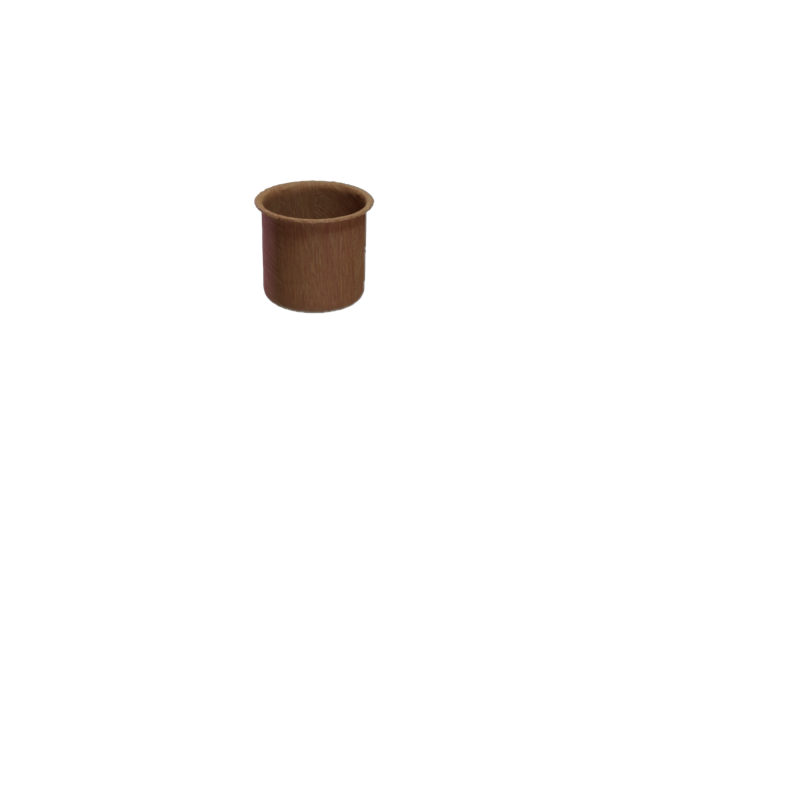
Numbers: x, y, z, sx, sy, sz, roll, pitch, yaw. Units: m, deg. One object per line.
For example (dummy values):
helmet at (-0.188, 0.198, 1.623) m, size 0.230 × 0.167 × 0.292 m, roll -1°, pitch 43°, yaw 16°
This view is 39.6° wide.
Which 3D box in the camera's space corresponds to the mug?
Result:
mug at (-0.069, -0.127, 0.886) m, size 0.093 × 0.077 × 0.124 m, roll -2°, pitch 27°, yaw -5°
